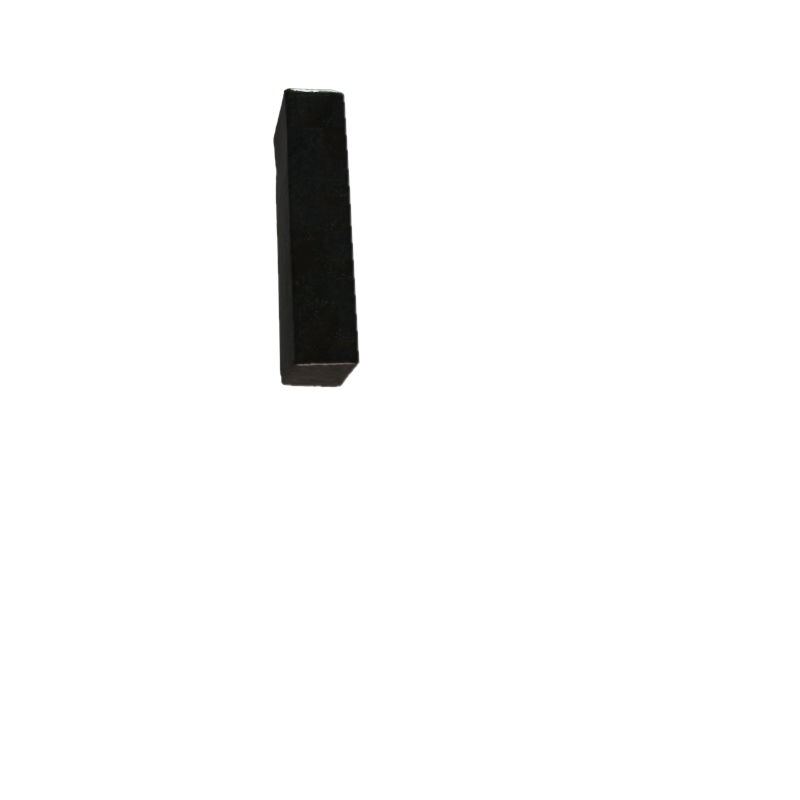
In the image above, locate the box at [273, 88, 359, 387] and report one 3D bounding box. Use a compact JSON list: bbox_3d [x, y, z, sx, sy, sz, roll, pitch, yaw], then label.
[{"bbox_3d":[-0.055,-0.102,0.712,0.047,0.183,0.091,2,-14,-10],"label":"box"}]
